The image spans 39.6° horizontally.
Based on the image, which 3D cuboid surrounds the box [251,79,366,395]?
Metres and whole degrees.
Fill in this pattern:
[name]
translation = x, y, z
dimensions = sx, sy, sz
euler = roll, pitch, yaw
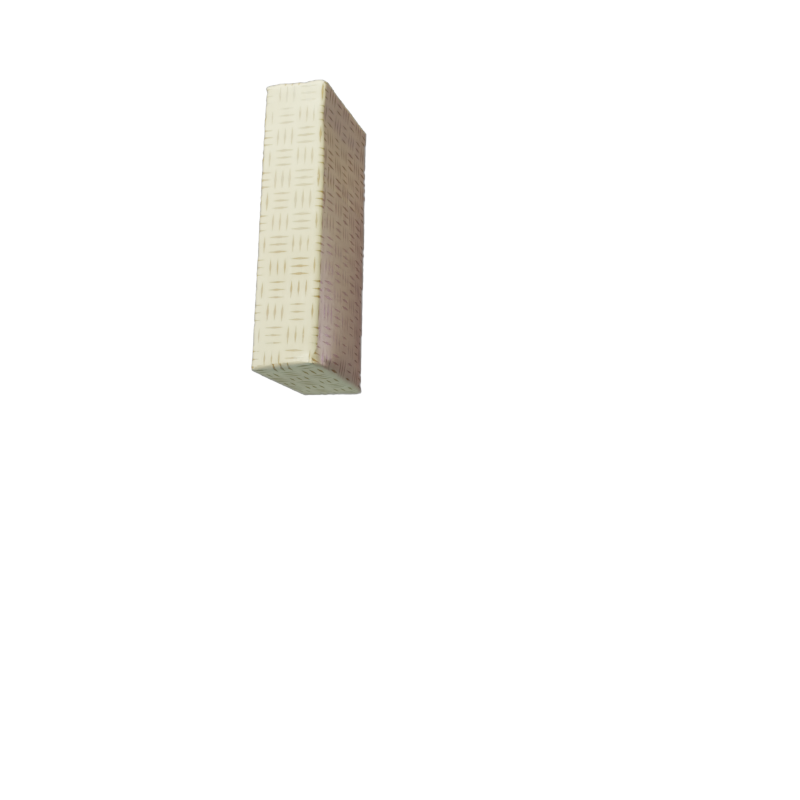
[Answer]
[box]
translation = -0.054, -0.097, 0.683
dimensions = 0.049, 0.183, 0.088
euler = -6, -17, 15
